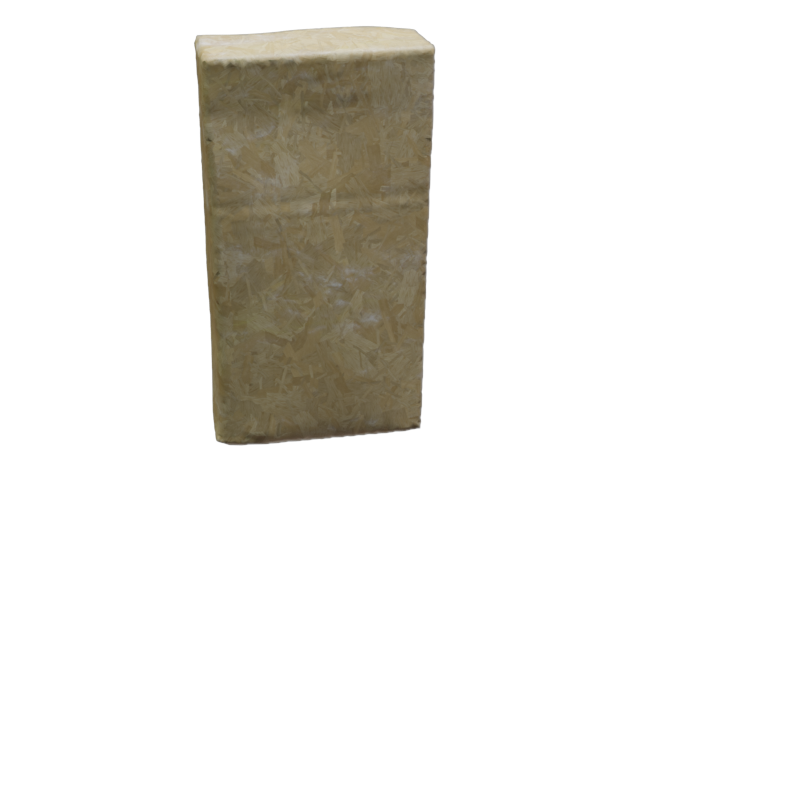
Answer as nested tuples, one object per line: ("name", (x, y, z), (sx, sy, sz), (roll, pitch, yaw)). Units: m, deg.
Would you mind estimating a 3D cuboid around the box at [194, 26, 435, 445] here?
("box", (-0.037, -0.067, 0.471), (0.092, 0.167, 0.051), (-3, 24, -11))
